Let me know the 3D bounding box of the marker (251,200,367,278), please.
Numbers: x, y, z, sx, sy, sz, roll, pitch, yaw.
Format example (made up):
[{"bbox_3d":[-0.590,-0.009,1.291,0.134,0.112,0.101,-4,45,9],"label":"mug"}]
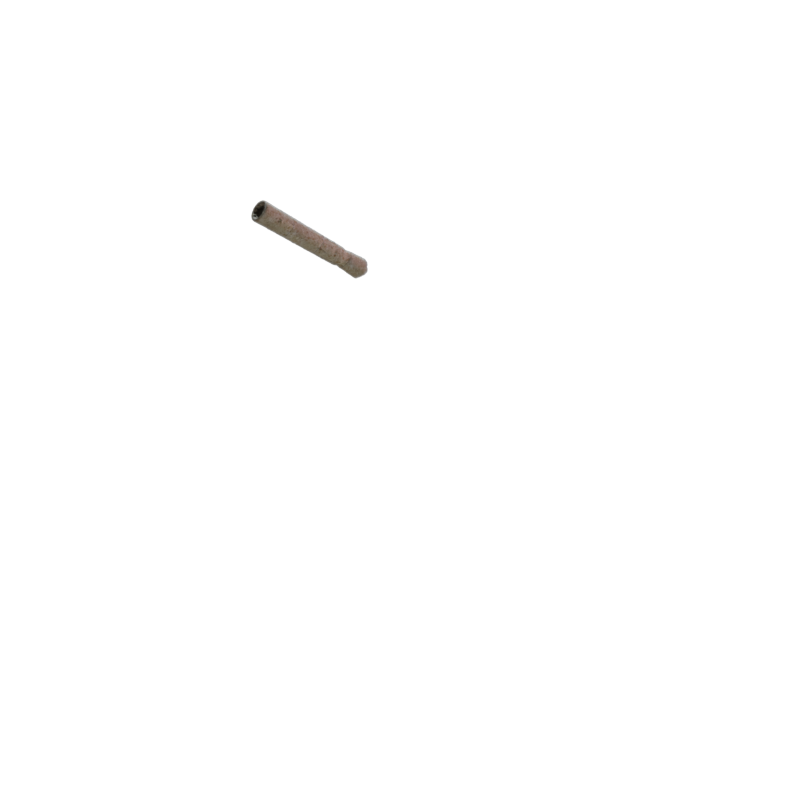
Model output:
[{"bbox_3d":[-0.072,-0.131,0.917,0.113,0.020,0.021,26,-13,-36],"label":"marker"}]
